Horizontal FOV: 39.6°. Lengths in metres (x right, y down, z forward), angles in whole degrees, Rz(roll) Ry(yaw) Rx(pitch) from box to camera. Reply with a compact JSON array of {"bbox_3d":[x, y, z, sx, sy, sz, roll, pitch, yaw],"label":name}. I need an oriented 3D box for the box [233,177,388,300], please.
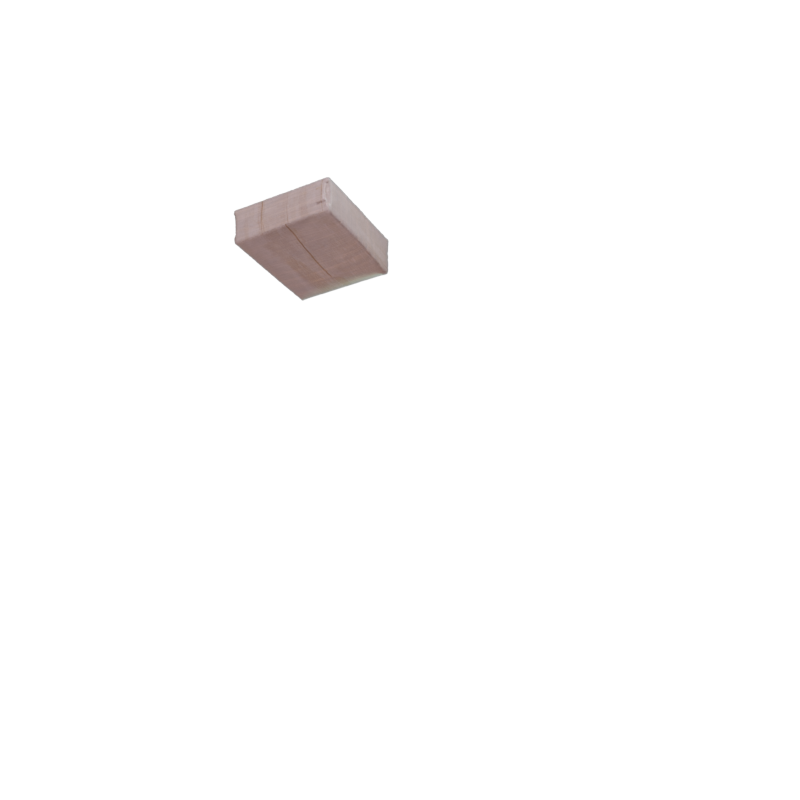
[{"bbox_3d":[-0.072,-0.132,0.926,0.091,0.041,0.105,-15,-32,24],"label":"box"}]
